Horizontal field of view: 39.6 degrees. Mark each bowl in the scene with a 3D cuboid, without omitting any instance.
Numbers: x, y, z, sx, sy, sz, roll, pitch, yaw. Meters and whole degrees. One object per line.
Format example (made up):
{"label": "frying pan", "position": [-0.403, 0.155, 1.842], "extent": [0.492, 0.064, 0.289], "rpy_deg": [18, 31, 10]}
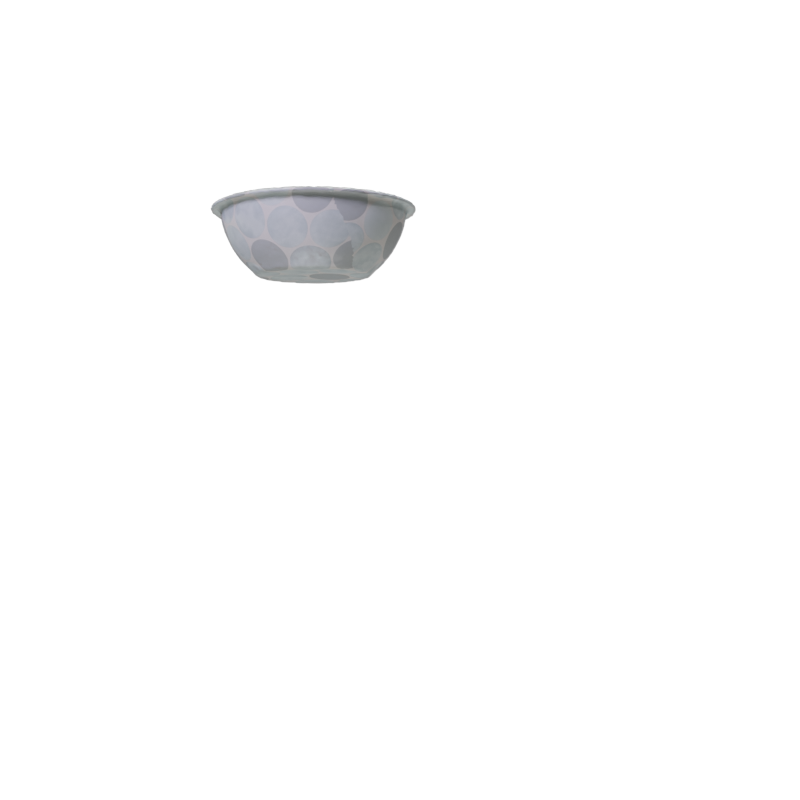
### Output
{"label": "bowl", "position": [-0.068, -0.125, 0.875], "extent": [0.162, 0.056, 0.160], "rpy_deg": [0, -3, -2]}
